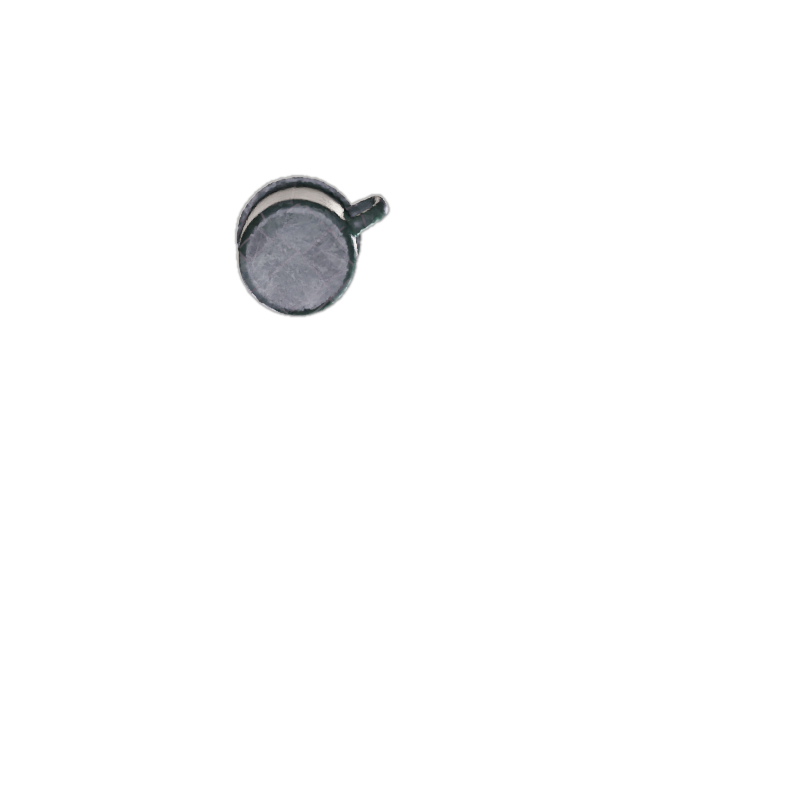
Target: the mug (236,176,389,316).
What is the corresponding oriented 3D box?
[{"bbox_3d":[-0.061,-0.112,0.783,0.117,0.090,0.084,-23,14,4],"label":"mug"}]
